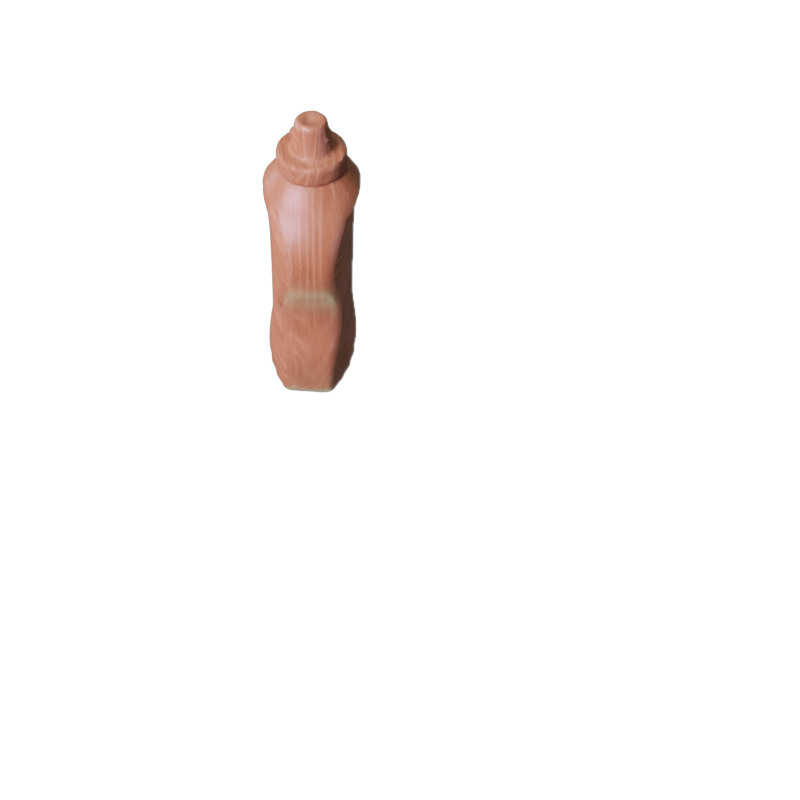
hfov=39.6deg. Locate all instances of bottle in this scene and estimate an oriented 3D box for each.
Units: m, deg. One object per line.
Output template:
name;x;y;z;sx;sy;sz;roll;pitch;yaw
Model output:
bottle;-0.054;-0.098;0.684;0.058;0.103;0.179;4;-41;0
